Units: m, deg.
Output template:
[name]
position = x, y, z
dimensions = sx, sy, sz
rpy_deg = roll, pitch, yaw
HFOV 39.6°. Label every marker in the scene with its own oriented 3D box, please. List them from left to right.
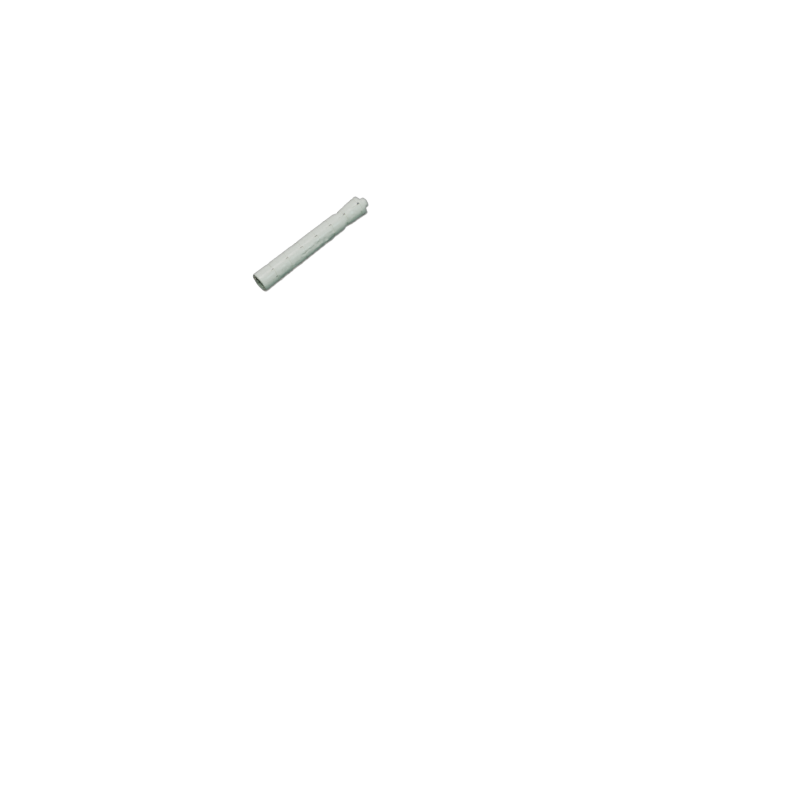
[marker]
position = -0.075, -0.137, 0.957
dimensions = 0.122, 0.019, 0.020
rpy_deg = -40, 17, -16
